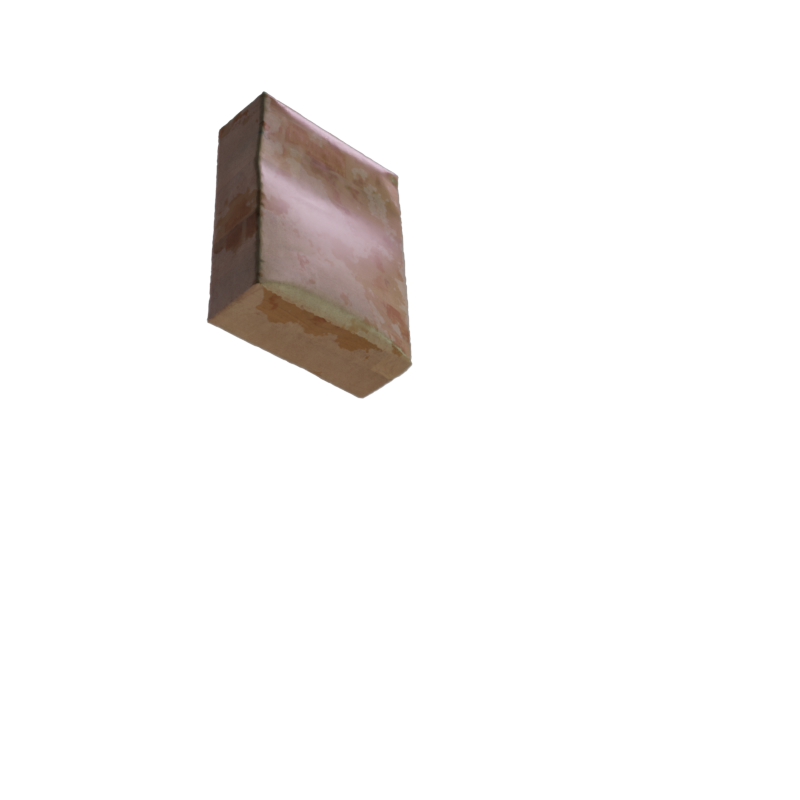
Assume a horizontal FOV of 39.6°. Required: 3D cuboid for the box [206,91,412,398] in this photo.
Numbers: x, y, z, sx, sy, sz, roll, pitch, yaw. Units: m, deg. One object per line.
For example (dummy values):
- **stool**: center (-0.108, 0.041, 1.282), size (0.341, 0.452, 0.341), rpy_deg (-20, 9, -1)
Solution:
- **box**: center (-0.072, -0.131, 0.917), size (0.154, 0.229, 0.071), rpy_deg (27, -47, -33)
